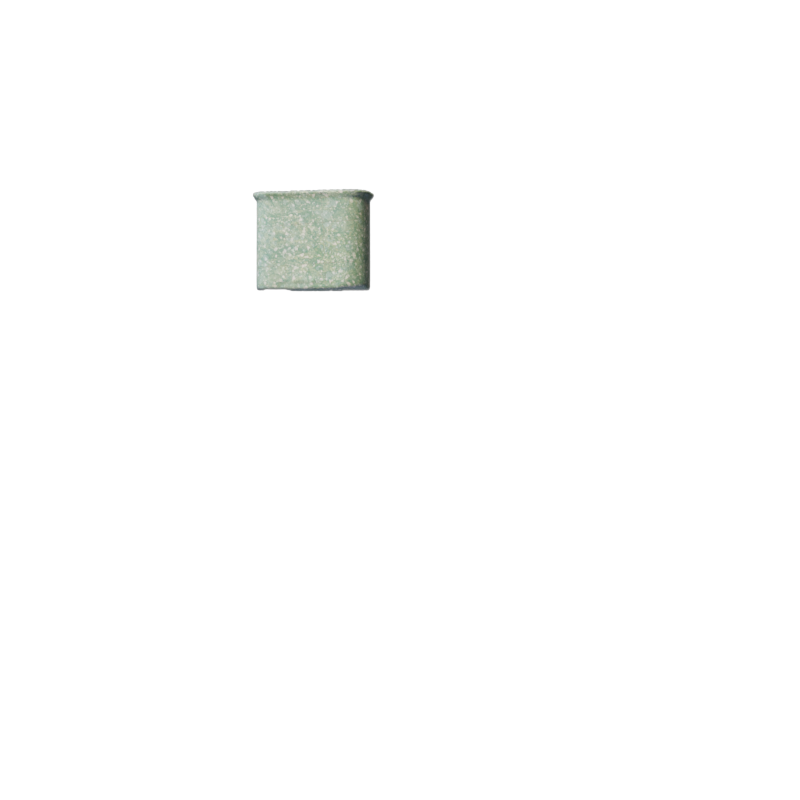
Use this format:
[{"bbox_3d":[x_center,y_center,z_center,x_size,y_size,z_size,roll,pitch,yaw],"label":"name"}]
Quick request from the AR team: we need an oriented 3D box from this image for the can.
[{"bbox_3d":[-0.075,-0.136,0.955,0.104,0.085,0.056,0,-2,13],"label":"can"}]
